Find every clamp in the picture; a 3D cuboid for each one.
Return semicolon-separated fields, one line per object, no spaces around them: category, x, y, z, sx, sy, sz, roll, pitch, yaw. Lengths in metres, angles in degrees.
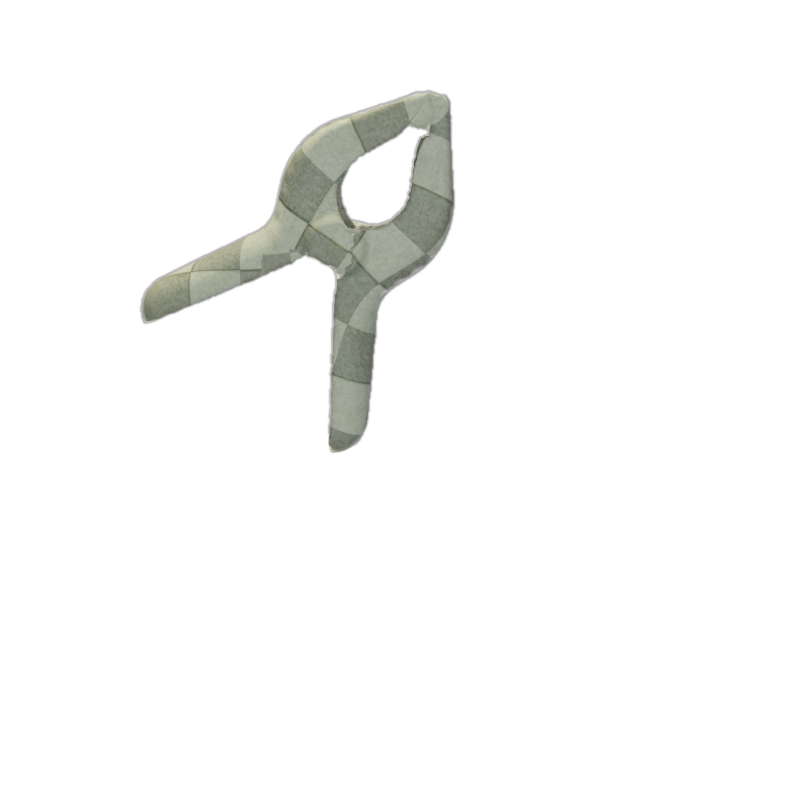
clamp;-0.040;-0.073;0.509;0.119;0.169;0.040;26;8;-5
